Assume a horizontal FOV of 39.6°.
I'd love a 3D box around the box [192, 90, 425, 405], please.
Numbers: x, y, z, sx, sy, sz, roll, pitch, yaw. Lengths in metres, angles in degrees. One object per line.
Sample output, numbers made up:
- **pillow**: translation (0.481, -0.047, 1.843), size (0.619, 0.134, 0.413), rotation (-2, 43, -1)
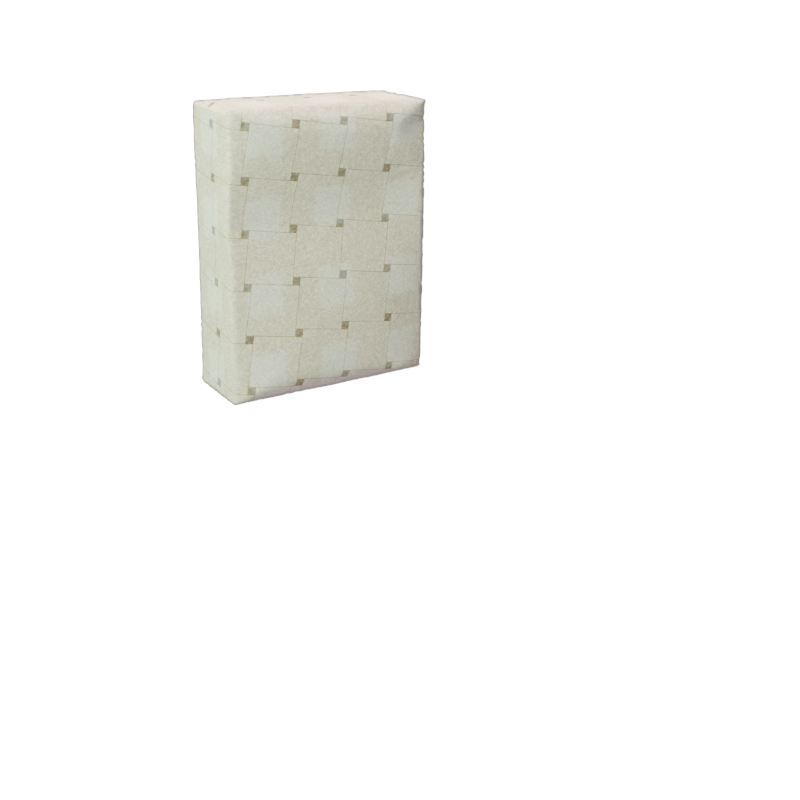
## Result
- **box**: translation (-0.065, -0.118, 0.827), size (0.160, 0.207, 0.076), rotation (-9, 18, -29)
